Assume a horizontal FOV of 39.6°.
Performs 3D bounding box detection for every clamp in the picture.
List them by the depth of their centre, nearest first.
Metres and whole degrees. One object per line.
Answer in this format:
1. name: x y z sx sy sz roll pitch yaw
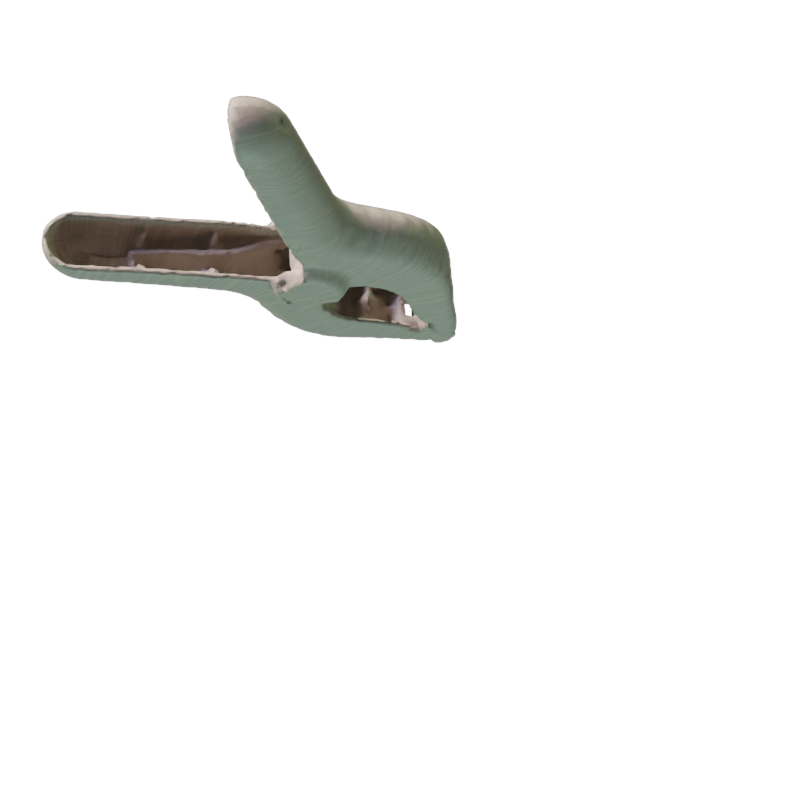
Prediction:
1. clamp: -0.032 -0.059 0.414 0.163 0.041 0.121 10 -18 -35
